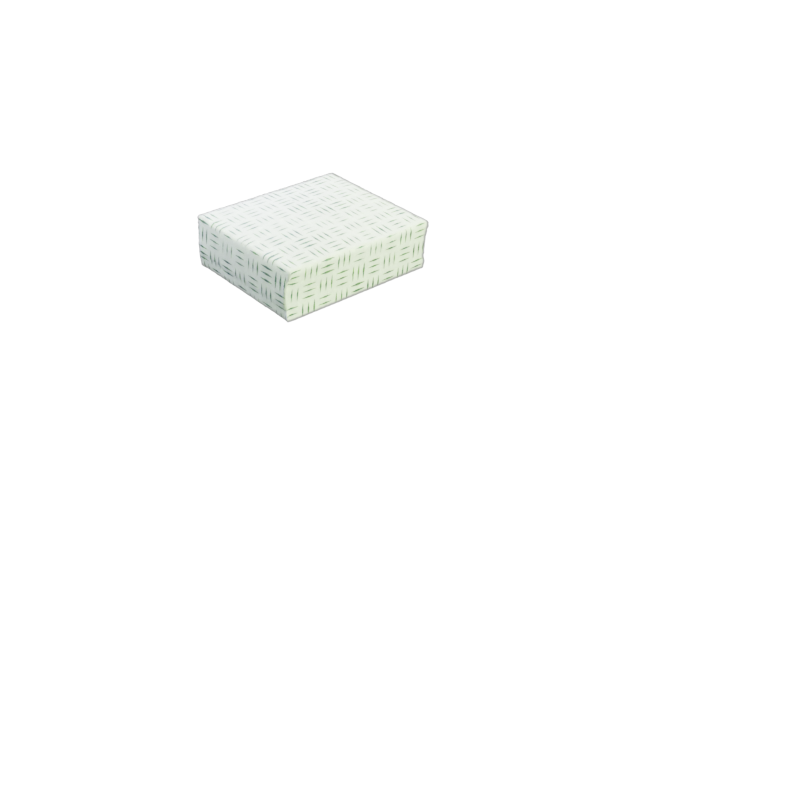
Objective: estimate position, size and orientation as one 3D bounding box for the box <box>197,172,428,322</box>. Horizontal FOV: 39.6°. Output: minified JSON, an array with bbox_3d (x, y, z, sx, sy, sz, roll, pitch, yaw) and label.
[{"bbox_3d":[-0.053,-0.097,0.679,0.113,0.036,0.096,-27,42,-35],"label":"box"}]
